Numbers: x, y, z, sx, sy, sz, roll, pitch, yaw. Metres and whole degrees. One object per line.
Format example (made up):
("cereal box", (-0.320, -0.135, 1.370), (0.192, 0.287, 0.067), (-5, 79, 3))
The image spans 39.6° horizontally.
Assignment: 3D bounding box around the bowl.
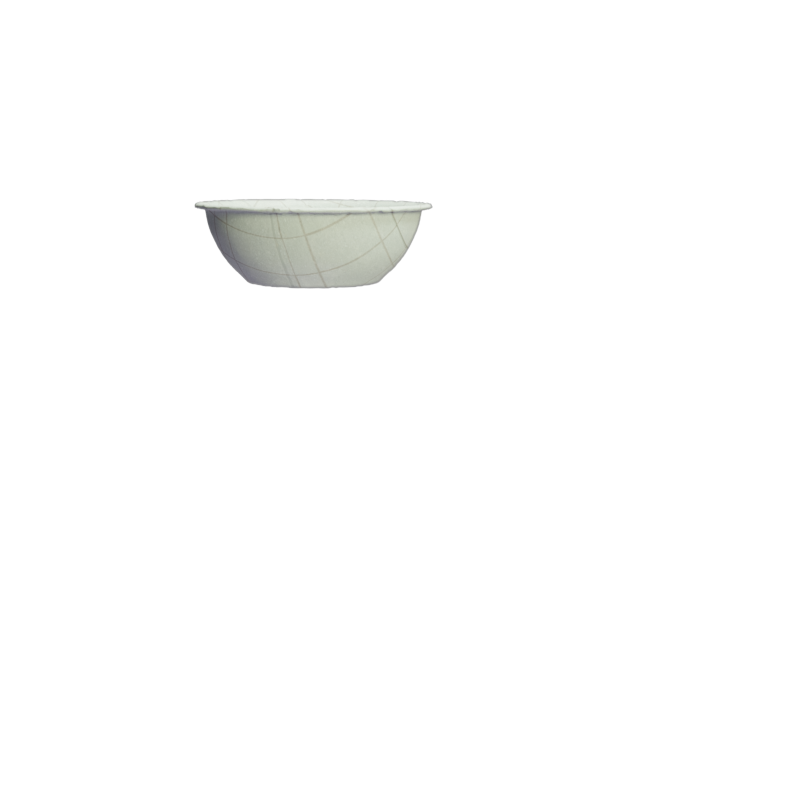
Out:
("bowl", (-0.059, -0.108, 0.756), (0.162, 0.054, 0.165), (0, 11, -2))
